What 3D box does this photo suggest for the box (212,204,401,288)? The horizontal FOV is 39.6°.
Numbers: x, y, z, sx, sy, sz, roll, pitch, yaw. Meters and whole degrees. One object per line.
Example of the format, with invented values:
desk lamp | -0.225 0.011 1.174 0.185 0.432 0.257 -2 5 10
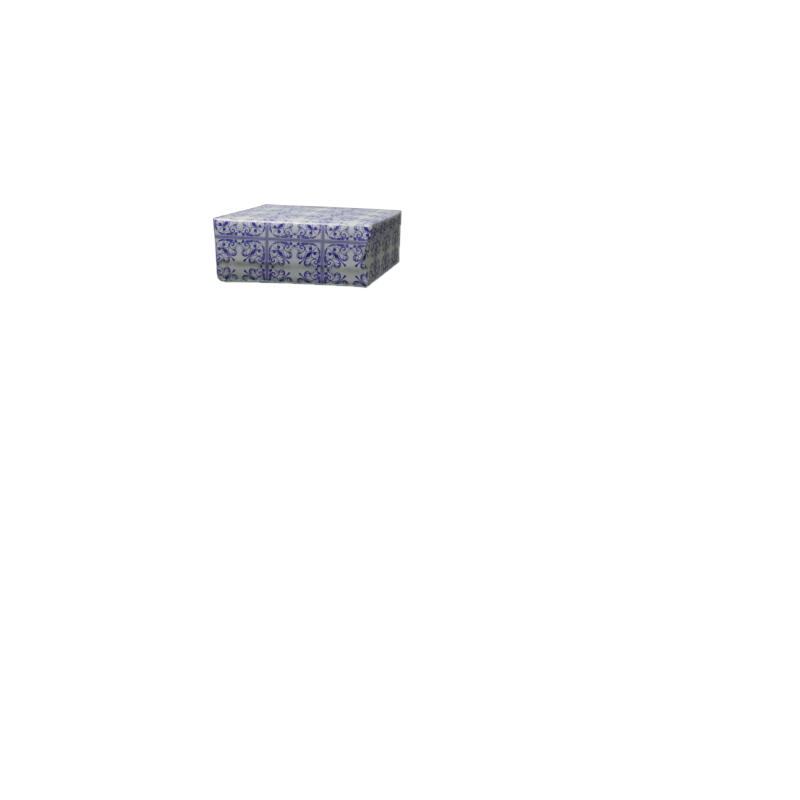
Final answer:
box | -0.051 -0.093 0.651 0.091 0.038 0.115 3 15 10
